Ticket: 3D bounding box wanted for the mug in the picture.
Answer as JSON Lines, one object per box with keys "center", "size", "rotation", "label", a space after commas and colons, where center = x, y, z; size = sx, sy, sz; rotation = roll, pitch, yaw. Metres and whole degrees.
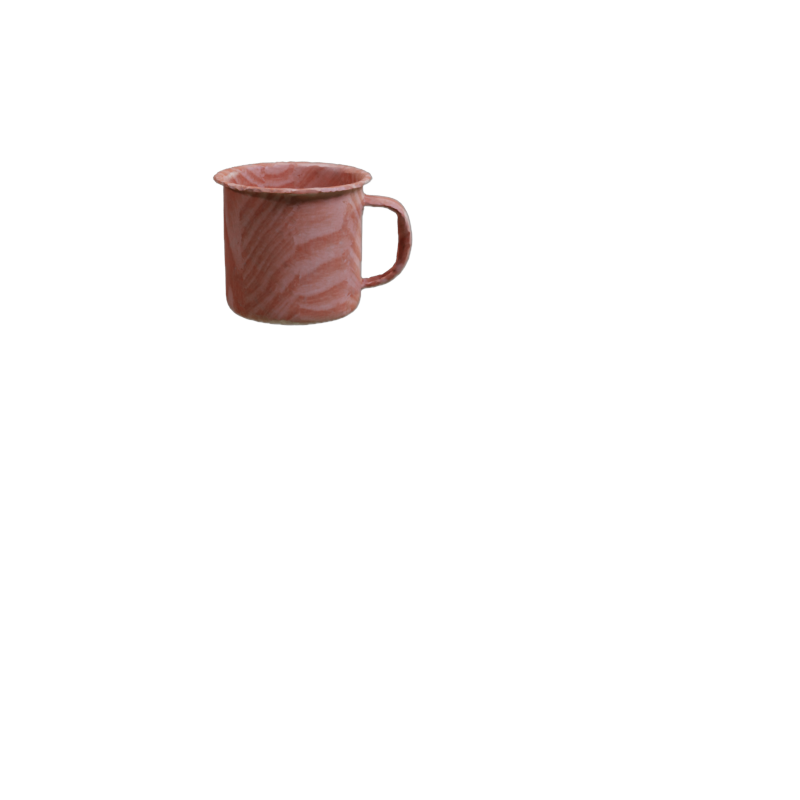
{"center": [-0.052, -0.094, 0.658], "size": [0.117, 0.079, 0.097], "rotation": [0, 18, -2], "label": "mug"}
